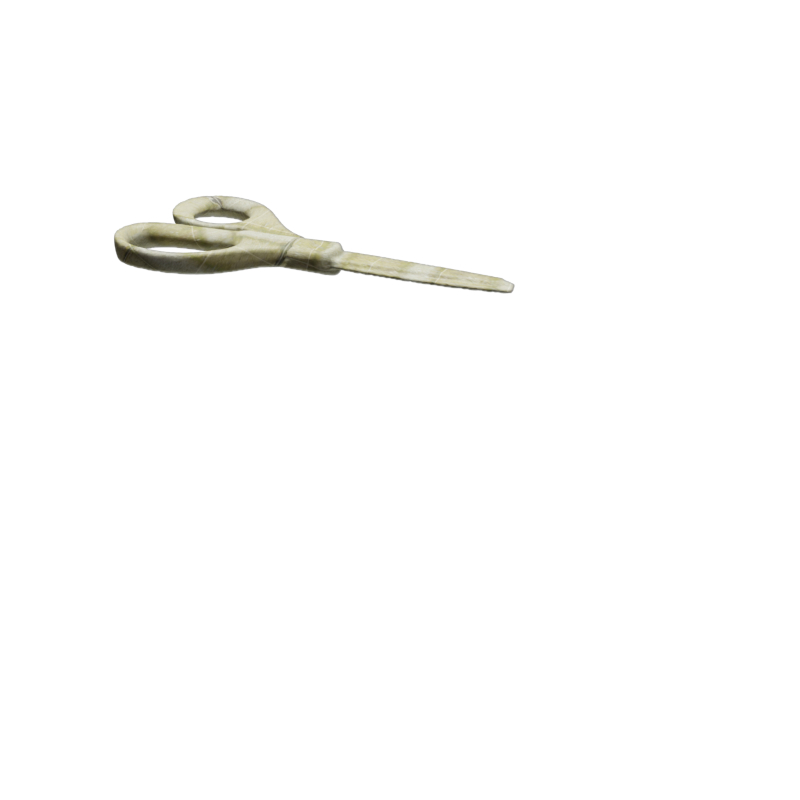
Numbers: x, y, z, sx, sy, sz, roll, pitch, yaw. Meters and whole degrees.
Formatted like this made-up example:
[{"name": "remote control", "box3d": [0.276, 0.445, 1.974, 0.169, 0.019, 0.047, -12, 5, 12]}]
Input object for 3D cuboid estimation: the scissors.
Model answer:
[{"name": "scissors", "box3d": [-0.045, -0.082, 0.572, 0.204, 0.015, 0.101, 3, 29, 6]}]
